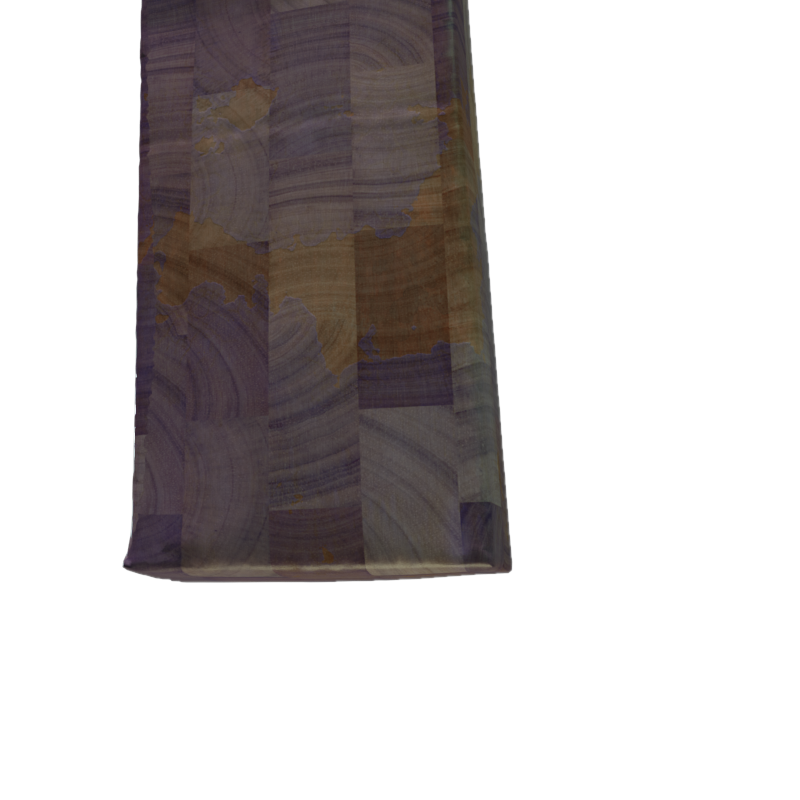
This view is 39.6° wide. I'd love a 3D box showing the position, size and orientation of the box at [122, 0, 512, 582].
[{"bbox_3d":[-0.023,-0.043,0.303,0.095,0.184,0.045,-6,-20,14],"label":"box"}]
